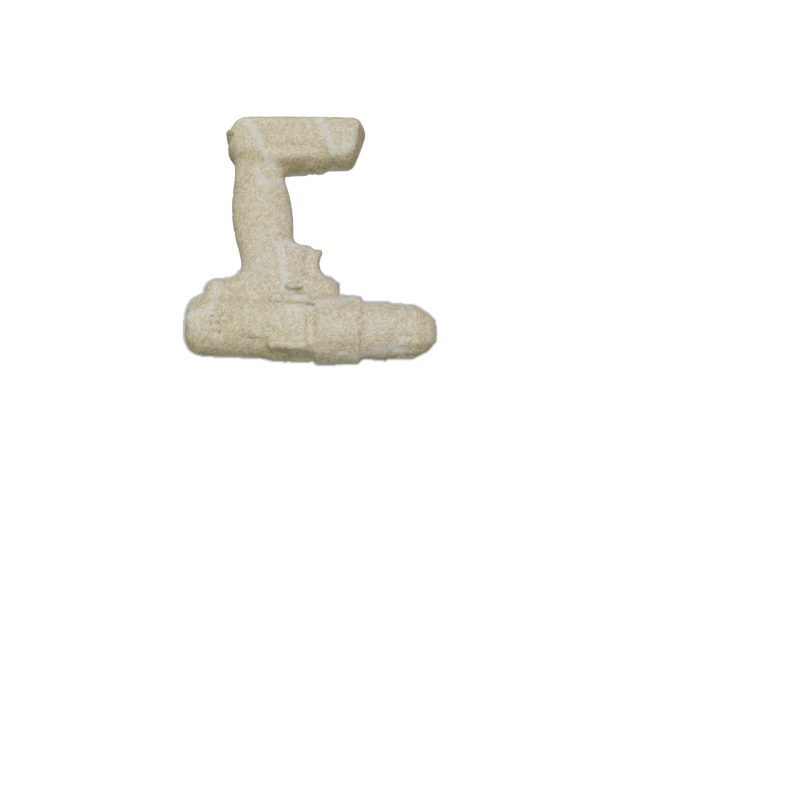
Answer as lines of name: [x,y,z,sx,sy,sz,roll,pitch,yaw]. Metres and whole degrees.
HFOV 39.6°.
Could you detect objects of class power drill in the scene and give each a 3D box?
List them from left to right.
power drill: [-0.065,-0.119,0.833,0.184,0.196,0.055,1,-19,0]
